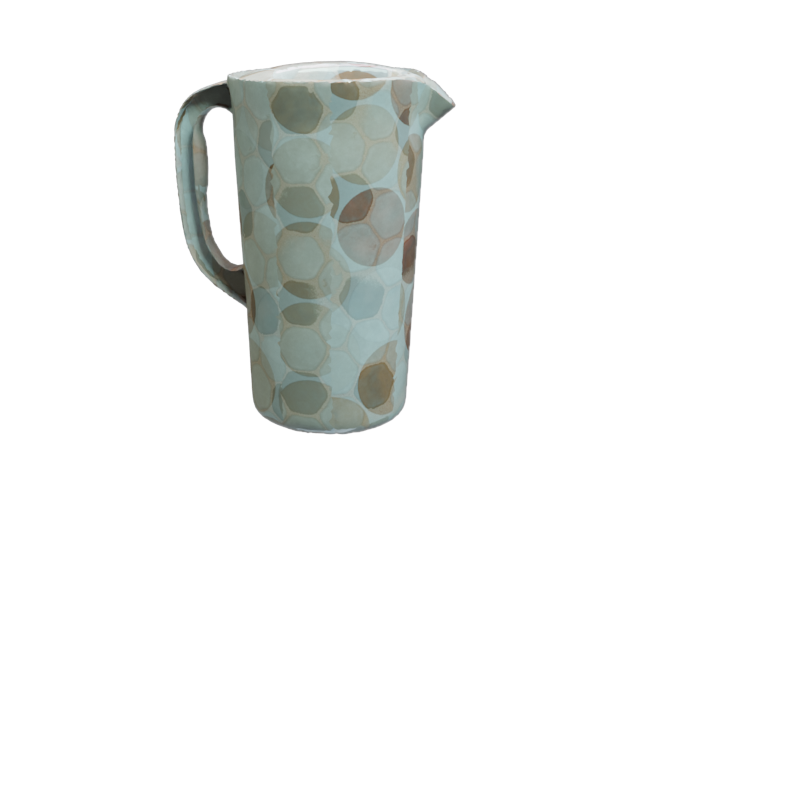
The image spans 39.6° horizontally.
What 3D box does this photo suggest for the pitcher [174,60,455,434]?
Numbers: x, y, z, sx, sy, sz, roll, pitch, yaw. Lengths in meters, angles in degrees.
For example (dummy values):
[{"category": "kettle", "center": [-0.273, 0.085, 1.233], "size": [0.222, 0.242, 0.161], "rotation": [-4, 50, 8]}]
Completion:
[{"category": "pitcher", "center": [-0.059, -0.108, 0.756], "size": [0.141, 0.235, 0.158], "rotation": [-10, 19, -35]}]
